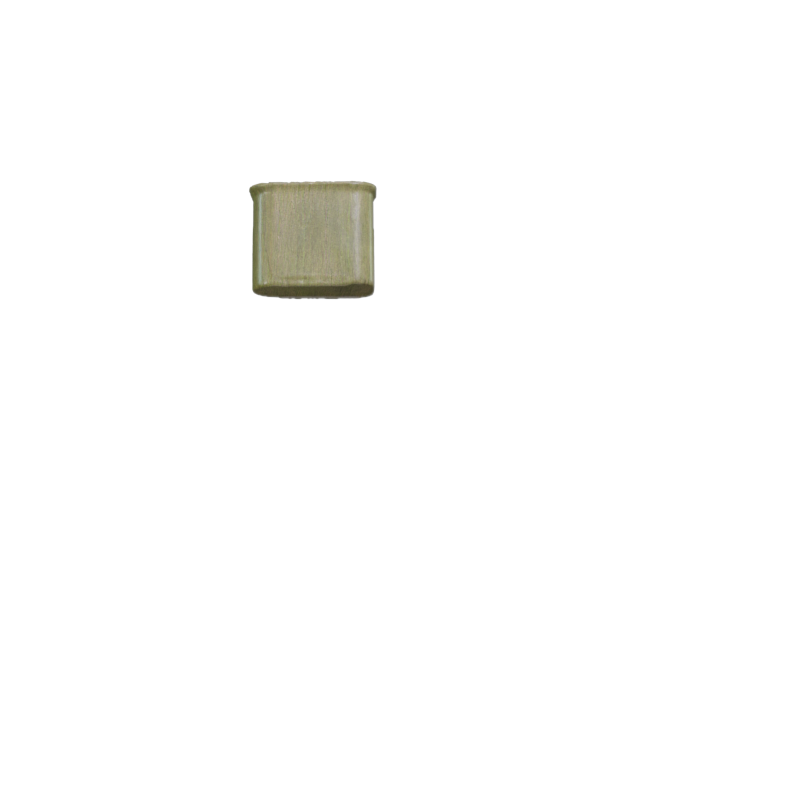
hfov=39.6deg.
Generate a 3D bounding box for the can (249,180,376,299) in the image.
[{"bbox_3d":[-0.069,-0.126,0.883,0.102,0.086,0.056,0,-12,0],"label":"can"}]
